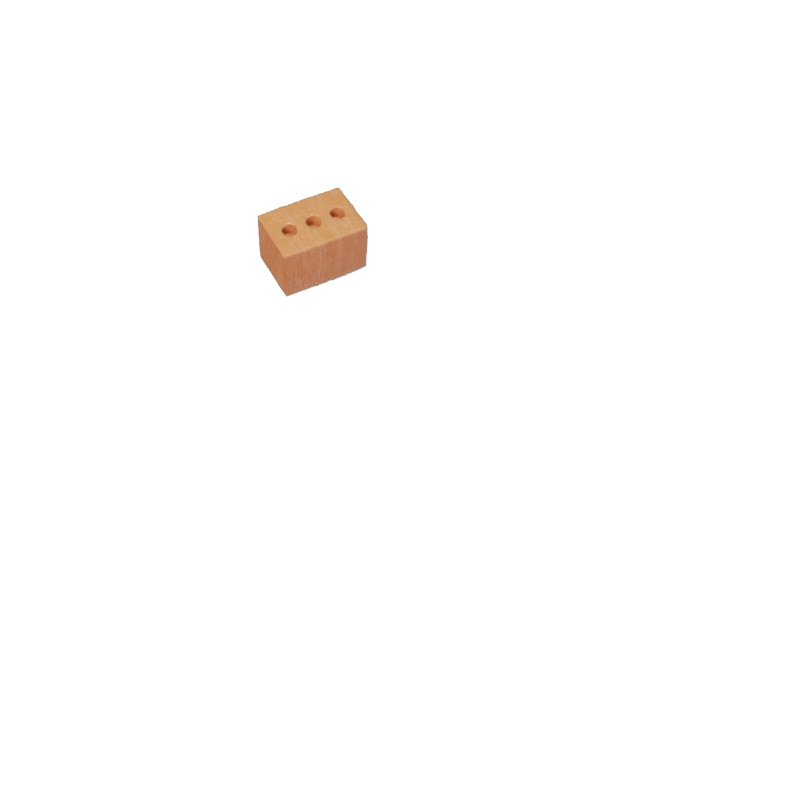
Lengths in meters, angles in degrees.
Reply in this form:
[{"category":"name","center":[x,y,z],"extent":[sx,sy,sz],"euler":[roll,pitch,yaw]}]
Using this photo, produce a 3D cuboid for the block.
[{"category":"block","center":[-0.072,-0.131,0.916],"extent":[0.077,0.057,0.048],"euler":[-23,-35,-18]}]
